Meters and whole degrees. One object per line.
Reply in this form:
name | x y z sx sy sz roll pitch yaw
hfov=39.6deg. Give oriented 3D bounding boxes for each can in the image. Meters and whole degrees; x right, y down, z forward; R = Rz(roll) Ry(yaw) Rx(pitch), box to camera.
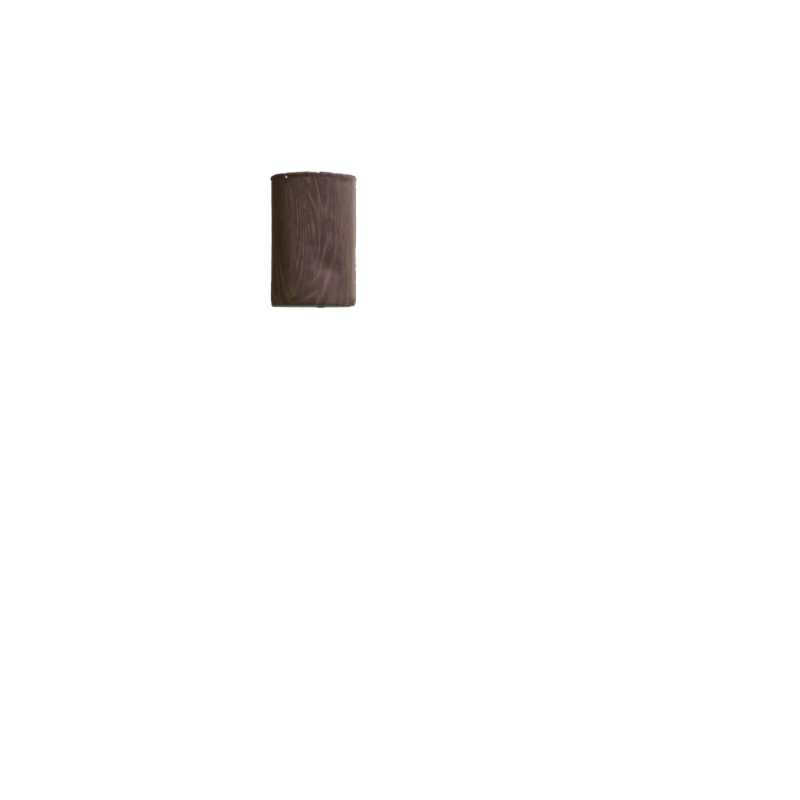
can | -0.068 -0.124 0.867 0.068 0.103 0.068 0 -2 -2
